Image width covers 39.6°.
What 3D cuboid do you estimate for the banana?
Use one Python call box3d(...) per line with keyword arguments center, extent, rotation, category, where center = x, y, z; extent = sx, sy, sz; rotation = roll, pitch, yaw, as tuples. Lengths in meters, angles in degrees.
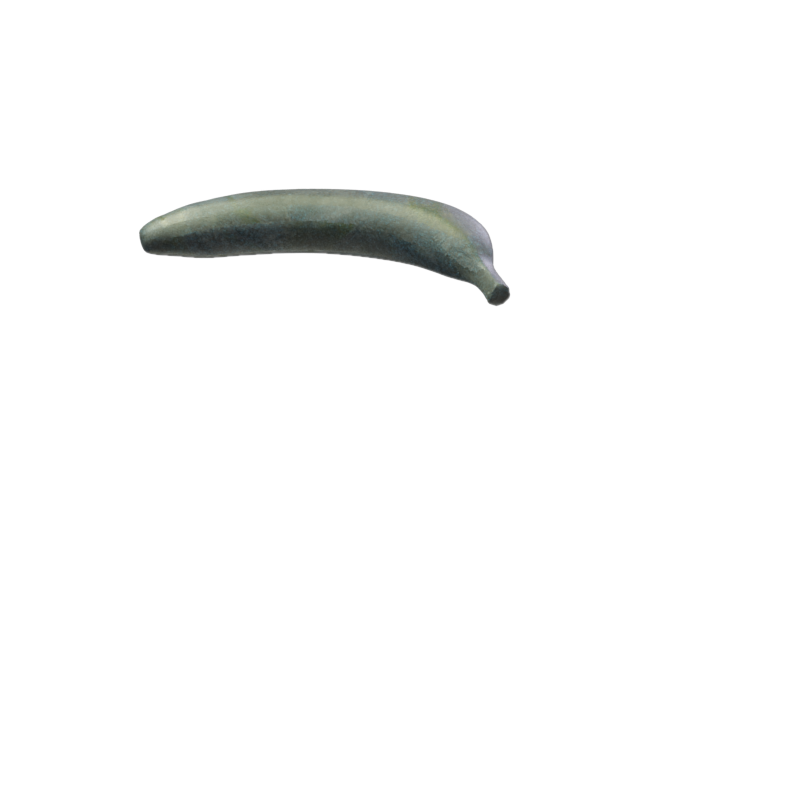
box3d(center=(-0.036, -0.089, 0.583), extent=(0.203, 0.035, 0.071), rotation=(8, 26, 16), category="banana")
